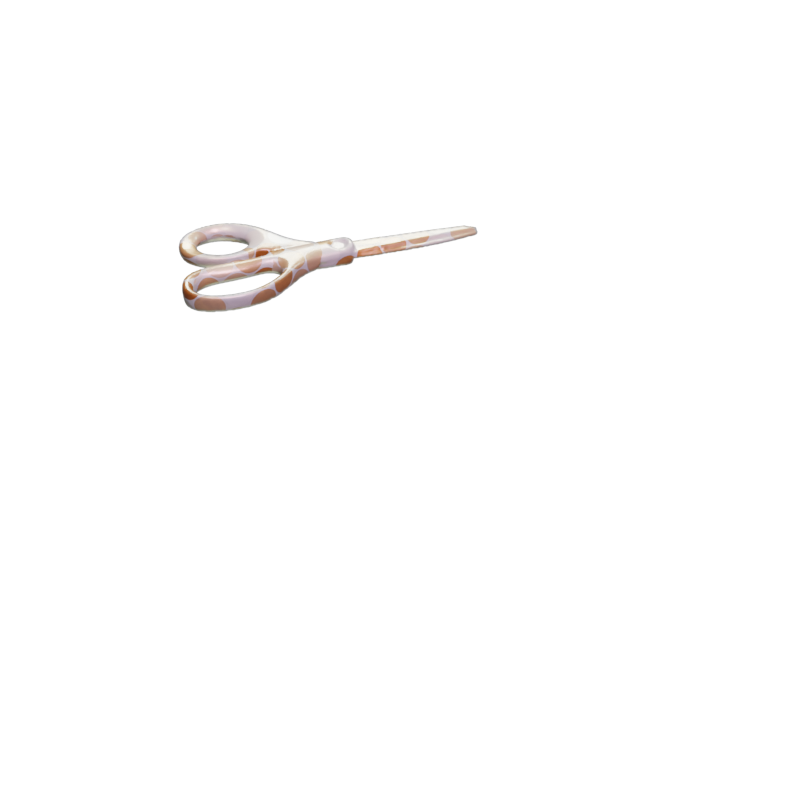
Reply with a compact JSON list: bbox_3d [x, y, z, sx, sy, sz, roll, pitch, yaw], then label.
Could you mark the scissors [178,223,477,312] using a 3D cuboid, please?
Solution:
[{"bbox_3d":[-0.057,-0.104,0.732,0.200,0.015,0.104,-22,43,-26],"label":"scissors"}]
